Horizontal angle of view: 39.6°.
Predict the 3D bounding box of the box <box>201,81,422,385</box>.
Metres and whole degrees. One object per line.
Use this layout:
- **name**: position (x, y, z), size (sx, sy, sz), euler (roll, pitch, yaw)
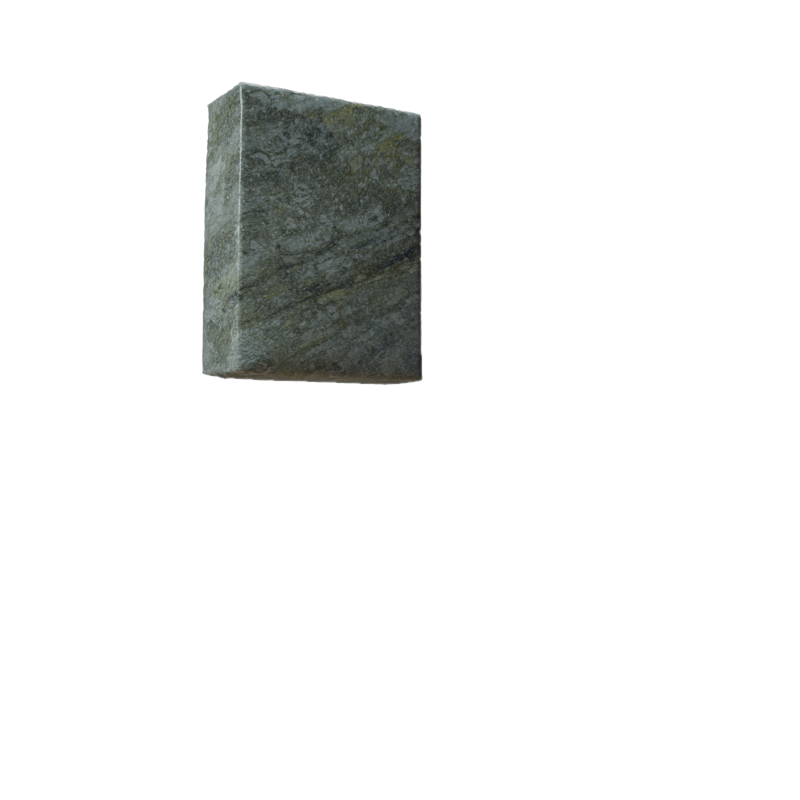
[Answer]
- **box**: position (-0.067, -0.122, 0.853), size (0.158, 0.219, 0.073), euler (4, -11, -32)
